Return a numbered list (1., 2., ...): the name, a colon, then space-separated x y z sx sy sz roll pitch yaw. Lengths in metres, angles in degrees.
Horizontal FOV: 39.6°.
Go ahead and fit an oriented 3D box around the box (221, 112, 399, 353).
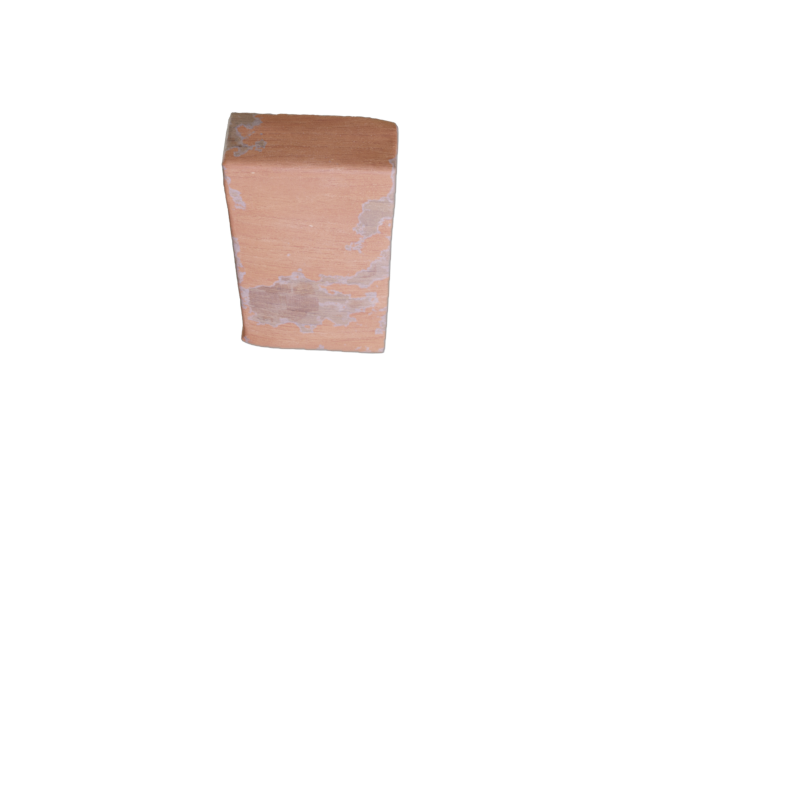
1. box: -0.050 -0.093 0.647 0.093 0.051 0.165 4 -35 0
